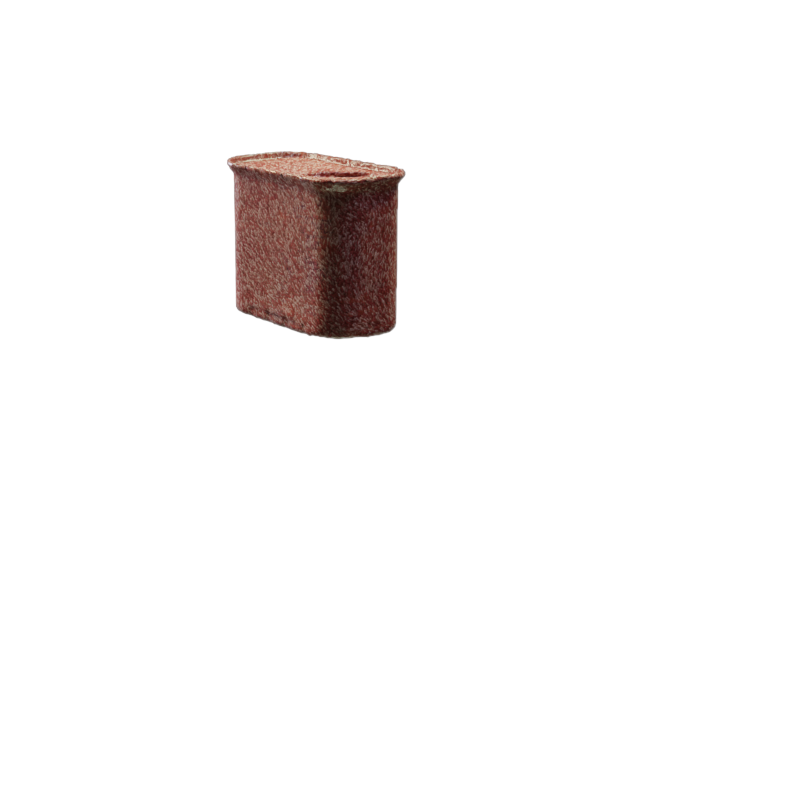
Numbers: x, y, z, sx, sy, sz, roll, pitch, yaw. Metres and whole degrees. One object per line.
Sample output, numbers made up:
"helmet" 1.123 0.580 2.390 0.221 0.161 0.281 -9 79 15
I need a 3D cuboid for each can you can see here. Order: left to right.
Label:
"can" -0.046 -0.084 0.589 0.056 0.081 0.108 -12 21 -40
